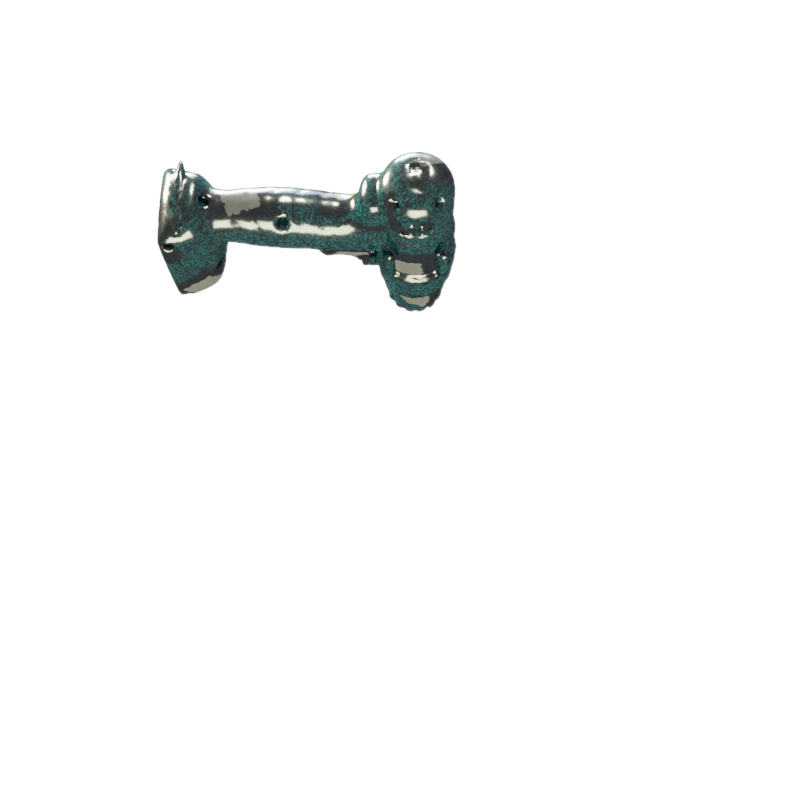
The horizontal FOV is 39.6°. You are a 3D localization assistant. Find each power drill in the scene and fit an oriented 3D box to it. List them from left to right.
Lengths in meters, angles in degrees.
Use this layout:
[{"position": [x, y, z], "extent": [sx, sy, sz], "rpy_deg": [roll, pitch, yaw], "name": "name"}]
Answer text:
[{"position": [-0.057, -0.104, 0.730], "extent": [0.188, 0.060, 0.175], "rpy_deg": [-1, -20, 2], "name": "power drill"}]
